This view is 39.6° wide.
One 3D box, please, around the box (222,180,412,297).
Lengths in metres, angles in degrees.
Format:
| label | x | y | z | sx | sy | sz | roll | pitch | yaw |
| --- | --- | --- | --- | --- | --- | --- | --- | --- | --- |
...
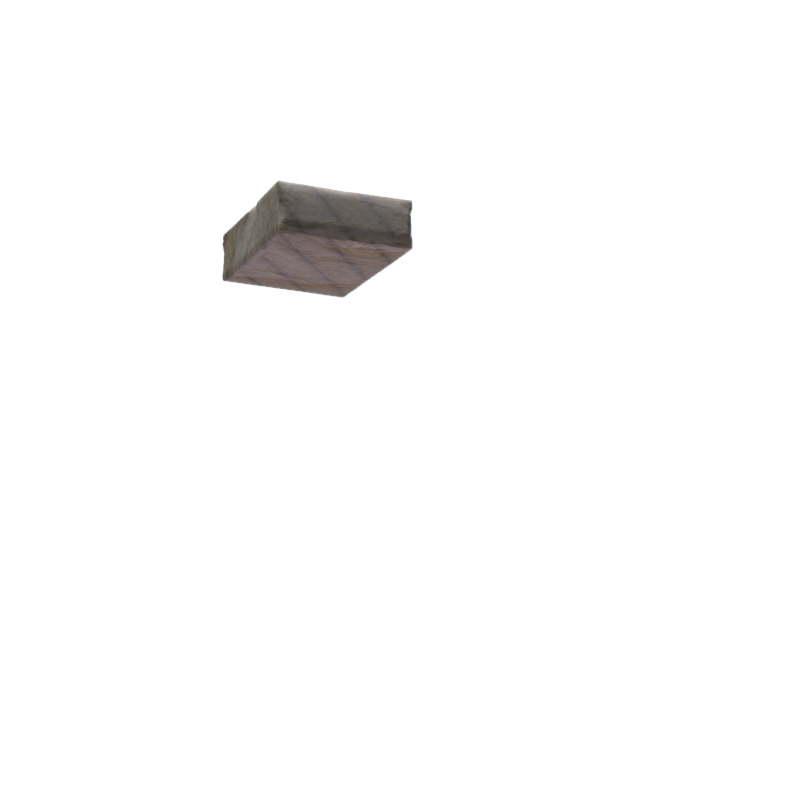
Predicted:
| label | x | y | z | sx | sy | sz | roll | pitch | yaw |
| --- | --- | --- | --- | --- | --- | --- | --- | --- | --- |
| box | -0.045 | -0.082 | 0.578 | 0.071 | 0.031 | 0.089 | 6 | -14 | -24 |
